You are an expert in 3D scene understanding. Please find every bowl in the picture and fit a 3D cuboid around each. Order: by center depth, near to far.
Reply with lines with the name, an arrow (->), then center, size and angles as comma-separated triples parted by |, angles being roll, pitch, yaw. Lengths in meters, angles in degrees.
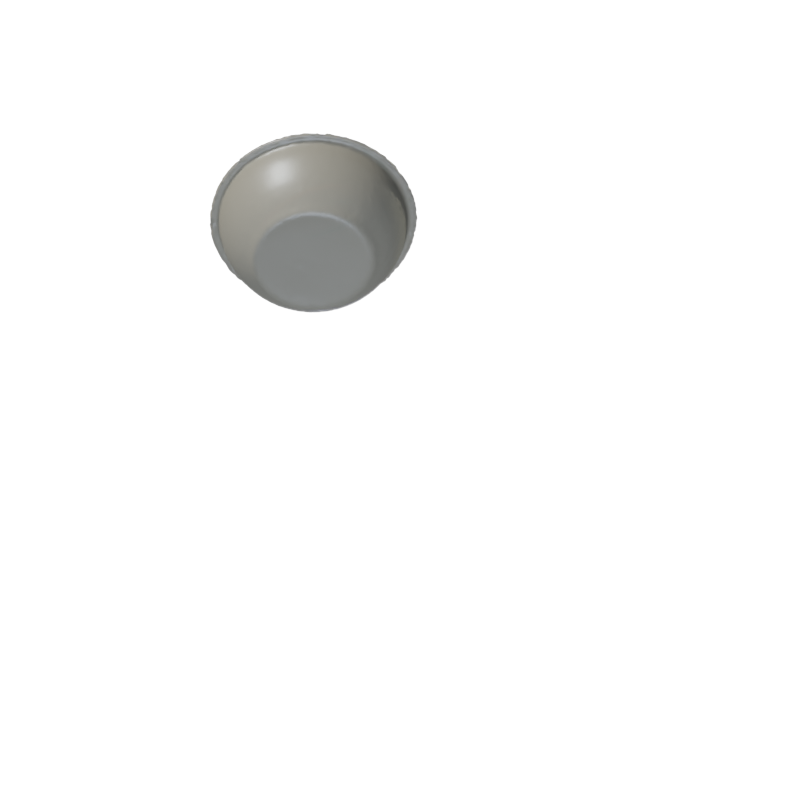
bowl -> -0.066, -0.121, 0.847 | 0.162, 0.151, 0.059 | 1, 39, -1
